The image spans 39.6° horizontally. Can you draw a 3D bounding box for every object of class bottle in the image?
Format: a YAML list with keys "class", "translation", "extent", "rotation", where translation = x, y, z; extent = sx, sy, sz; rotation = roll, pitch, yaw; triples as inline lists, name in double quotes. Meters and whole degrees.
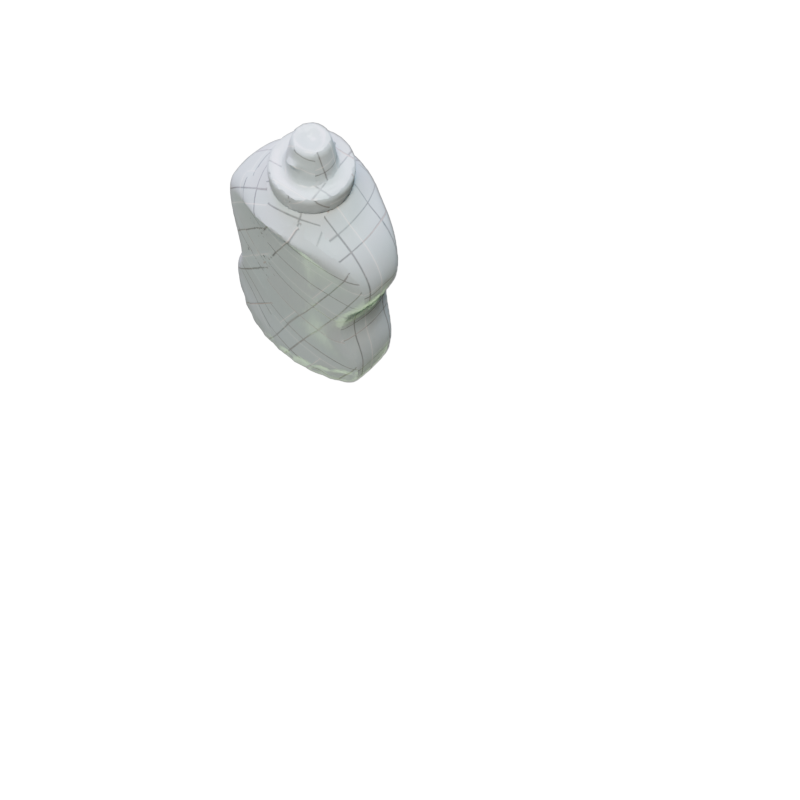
- class: "bottle"
  translation: [-0.045, -0.081, 0.571]
  extent: [0.059, 0.100, 0.181]
  rotation: [-41, -15, -18]
